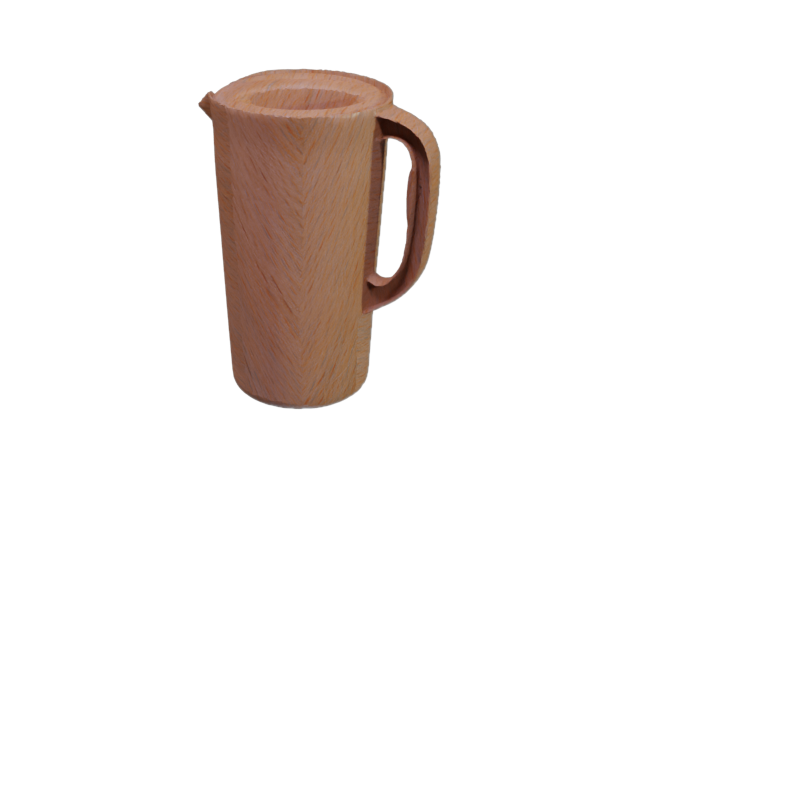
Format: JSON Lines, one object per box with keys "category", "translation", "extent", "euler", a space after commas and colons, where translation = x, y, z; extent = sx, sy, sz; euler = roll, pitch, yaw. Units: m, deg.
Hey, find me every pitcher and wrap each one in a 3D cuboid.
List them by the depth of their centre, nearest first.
{"category": "pitcher", "translation": [-0.065, -0.118, 0.829], "extent": [0.142, 0.231, 0.160], "euler": [-9, 27, -20]}
